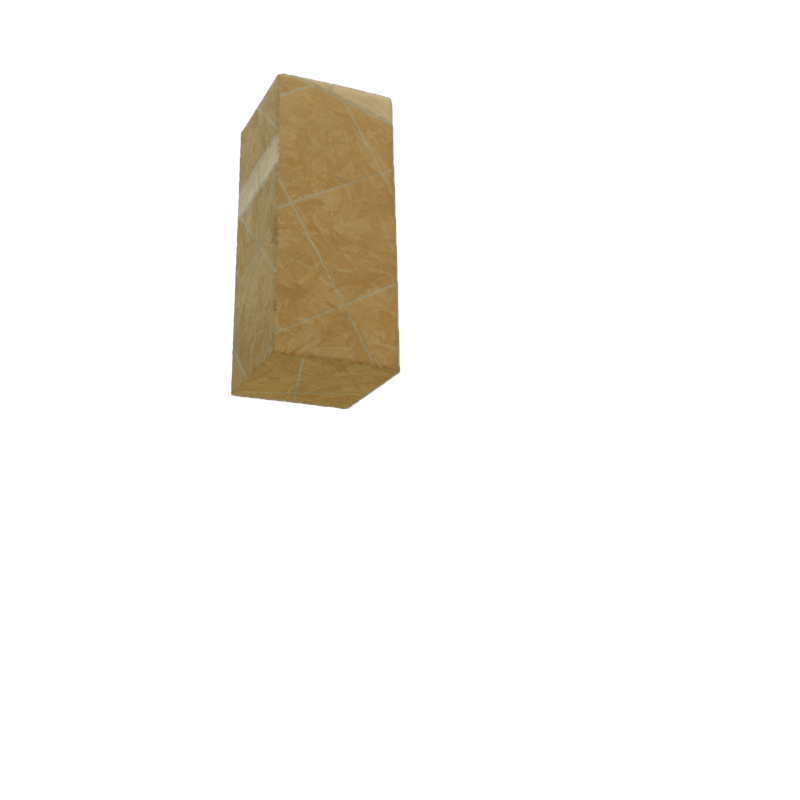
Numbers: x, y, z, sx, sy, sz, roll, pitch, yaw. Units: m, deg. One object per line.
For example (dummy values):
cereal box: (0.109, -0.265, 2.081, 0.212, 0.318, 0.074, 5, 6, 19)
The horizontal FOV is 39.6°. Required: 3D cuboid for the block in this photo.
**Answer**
block: (-0.060, -0.110, 0.770, 0.087, 0.218, 0.089, 9, -26, -22)
